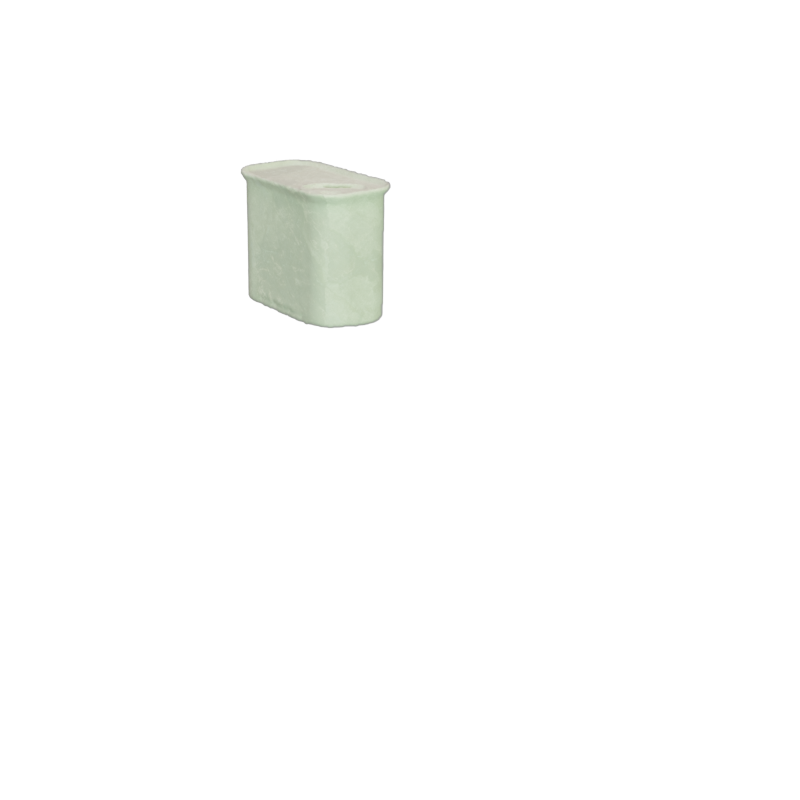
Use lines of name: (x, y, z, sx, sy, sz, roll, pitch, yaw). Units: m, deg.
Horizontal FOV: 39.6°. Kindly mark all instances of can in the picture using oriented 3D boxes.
can: (-0.053, -0.097, 0.682, 0.056, 0.081, 0.108, -13, 24, -36)
